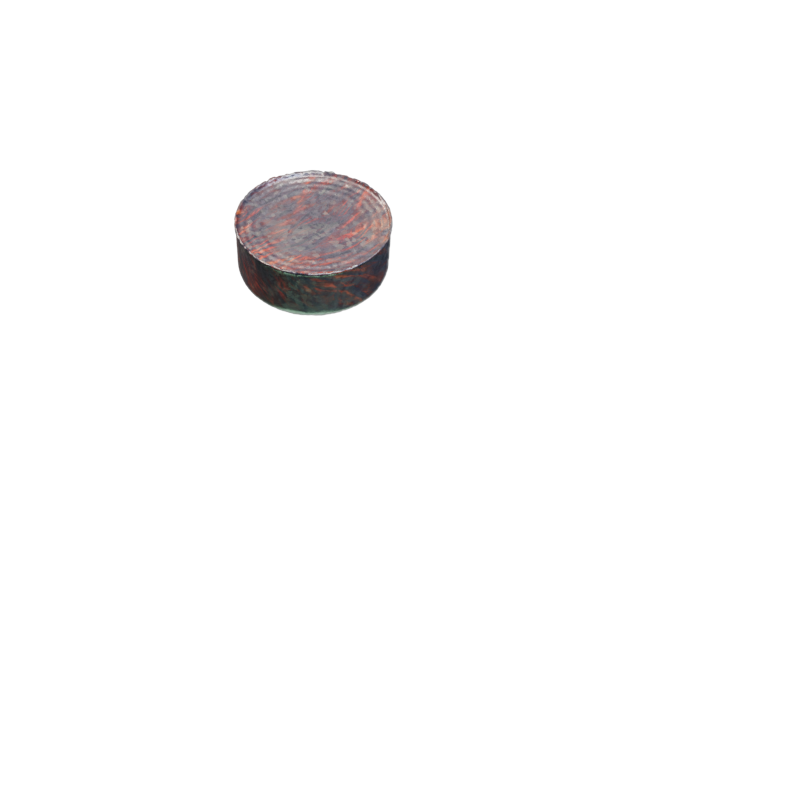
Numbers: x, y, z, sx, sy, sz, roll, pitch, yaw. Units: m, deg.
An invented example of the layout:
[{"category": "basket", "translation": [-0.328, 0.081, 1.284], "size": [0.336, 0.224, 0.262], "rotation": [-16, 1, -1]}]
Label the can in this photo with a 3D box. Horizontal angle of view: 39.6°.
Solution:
[{"category": "can", "translation": [-0.048, -0.087, 0.610], "size": [0.086, 0.092, 0.031], "rotation": [-1, -44, -1]}]
